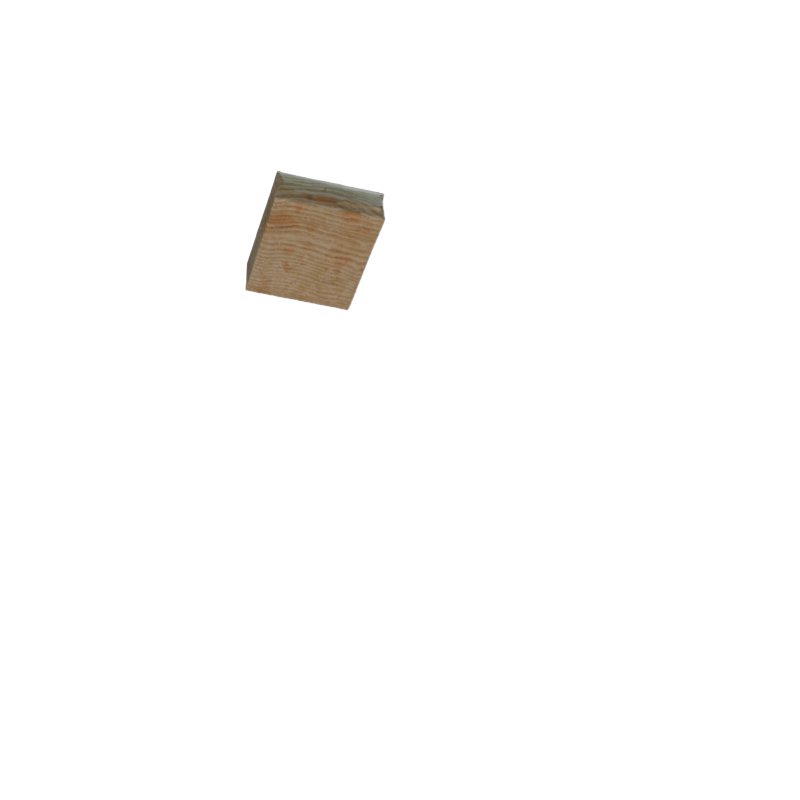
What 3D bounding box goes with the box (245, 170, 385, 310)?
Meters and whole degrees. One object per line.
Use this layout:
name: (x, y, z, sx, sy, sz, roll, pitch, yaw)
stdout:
box: (-0.057, -0.104, 0.730, 0.072, 0.032, 0.085, 11, -45, -12)
